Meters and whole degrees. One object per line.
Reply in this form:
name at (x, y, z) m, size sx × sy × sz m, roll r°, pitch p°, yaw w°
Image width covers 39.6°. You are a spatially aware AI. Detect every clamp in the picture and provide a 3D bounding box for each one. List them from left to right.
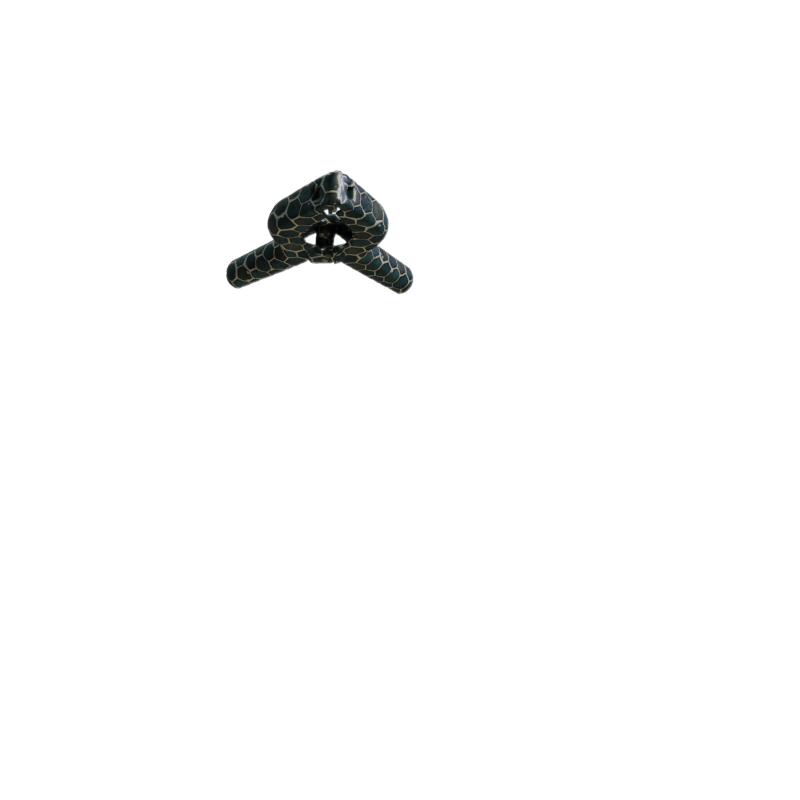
clamp at (-0.071, -0.129, 0.904) m, size 0.165 × 0.038 × 0.201 m, roll 0°, pitch -15°, yaw 1°
